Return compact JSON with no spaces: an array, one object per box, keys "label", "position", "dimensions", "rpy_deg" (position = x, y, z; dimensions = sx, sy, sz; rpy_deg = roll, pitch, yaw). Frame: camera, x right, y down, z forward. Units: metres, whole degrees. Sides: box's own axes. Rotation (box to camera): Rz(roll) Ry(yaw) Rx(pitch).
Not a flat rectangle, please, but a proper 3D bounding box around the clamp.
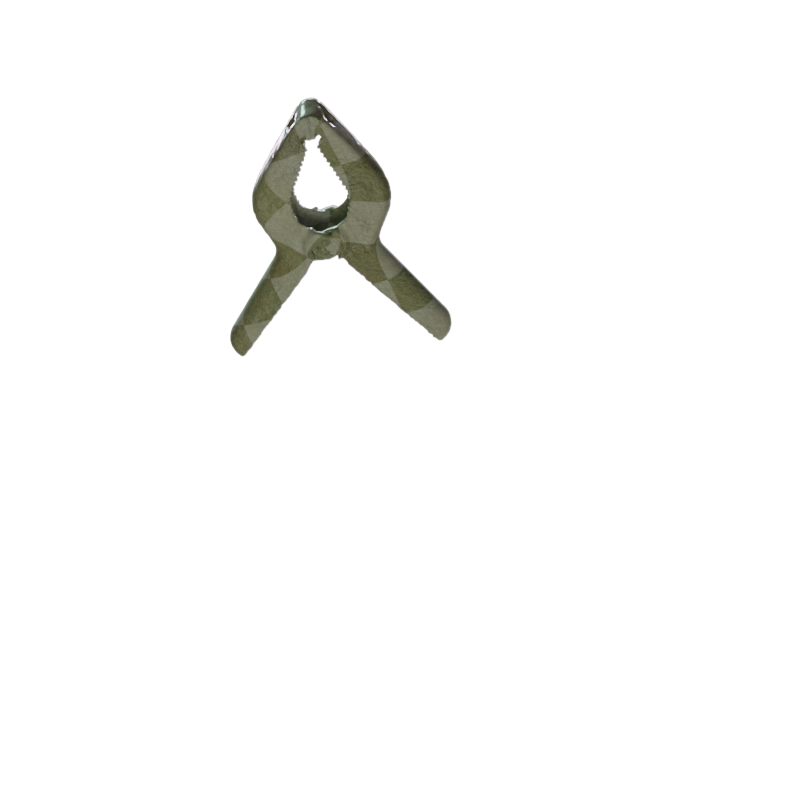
[{"label":"clamp","position":[-0.061,-0.112,0.781],"dimensions":[0.165,0.195,0.039],"rpy_deg":[-10,38,8]}]
